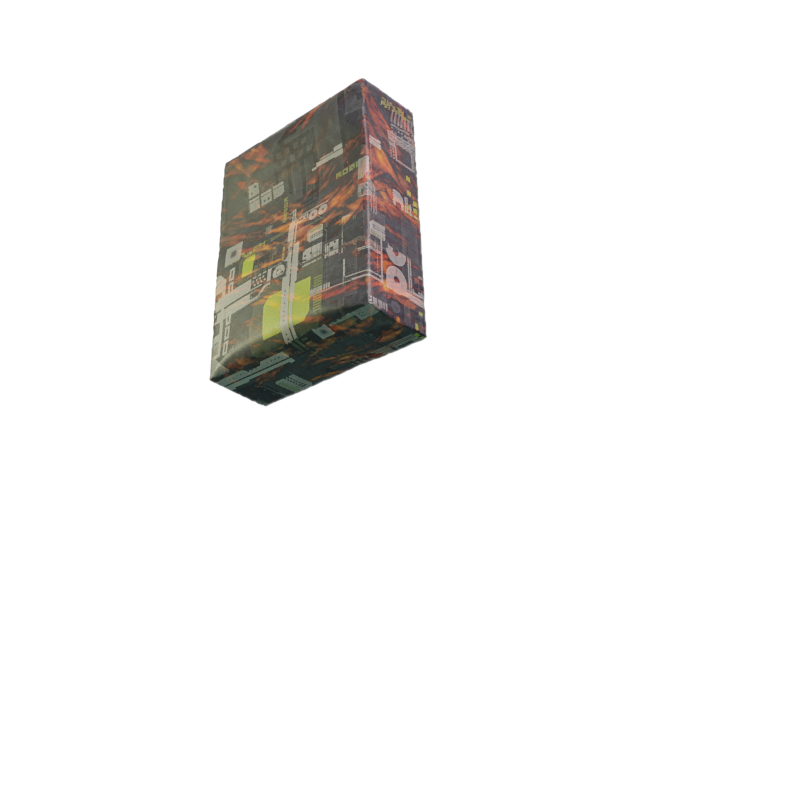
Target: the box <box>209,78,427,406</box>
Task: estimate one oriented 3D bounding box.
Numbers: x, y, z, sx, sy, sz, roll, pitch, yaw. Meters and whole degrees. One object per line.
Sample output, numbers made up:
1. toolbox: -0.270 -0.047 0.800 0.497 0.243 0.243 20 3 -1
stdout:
1. box: -0.068 -0.124 0.868 0.165 0.228 0.067 -24 -38 33
